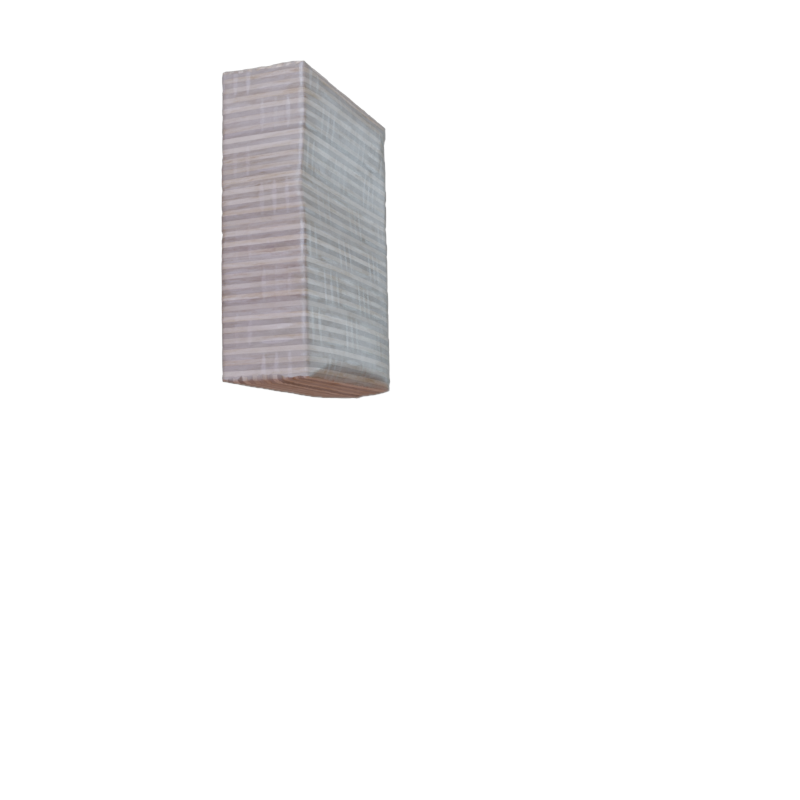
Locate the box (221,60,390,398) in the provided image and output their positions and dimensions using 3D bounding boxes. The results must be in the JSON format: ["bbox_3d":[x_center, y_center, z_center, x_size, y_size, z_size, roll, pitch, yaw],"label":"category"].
[{"bbox_3d":[-0.062,-0.113,0.794,0.073,0.220,0.156,-5,-10,20],"label":"box"}]
